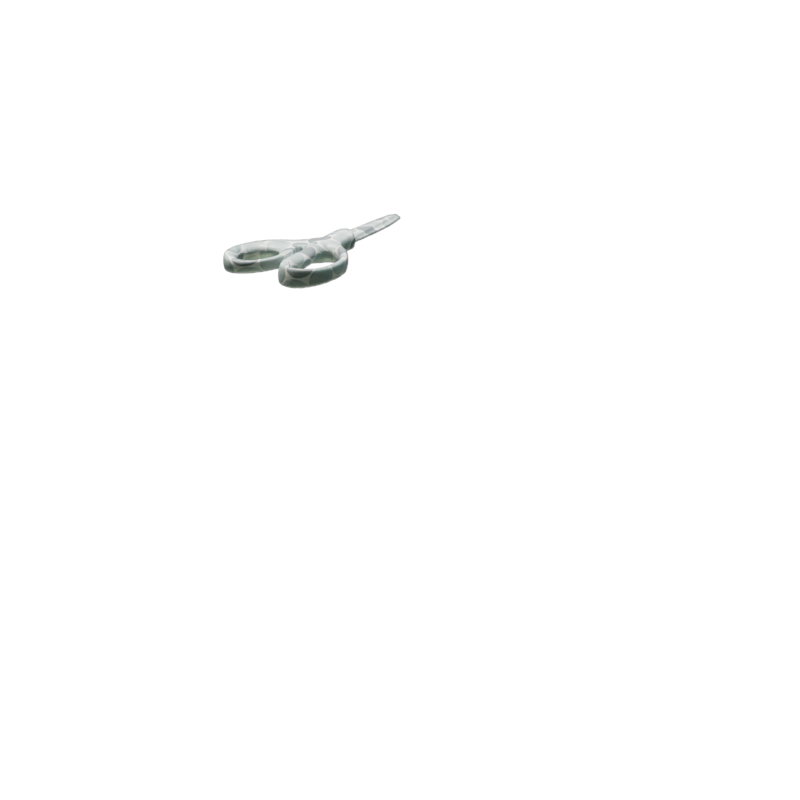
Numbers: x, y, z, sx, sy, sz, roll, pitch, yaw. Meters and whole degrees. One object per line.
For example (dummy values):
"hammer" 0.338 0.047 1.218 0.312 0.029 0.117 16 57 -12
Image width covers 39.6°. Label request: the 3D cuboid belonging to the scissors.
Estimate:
"scissors" -0.064 -0.117 0.818 0.098 0.015 0.206 4 21 10
